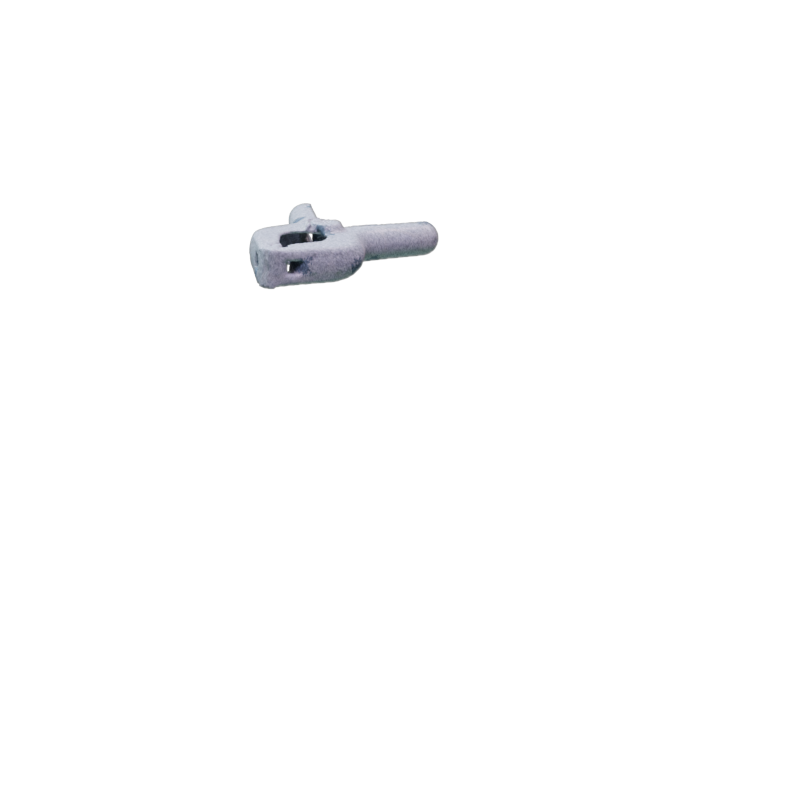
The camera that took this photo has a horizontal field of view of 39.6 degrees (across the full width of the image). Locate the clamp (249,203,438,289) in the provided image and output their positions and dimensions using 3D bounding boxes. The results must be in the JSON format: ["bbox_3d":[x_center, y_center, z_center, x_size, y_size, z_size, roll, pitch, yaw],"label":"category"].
[{"bbox_3d":[-0.062,-0.113,0.793,0.125,0.038,0.169,9,18,31],"label":"clamp"}]
